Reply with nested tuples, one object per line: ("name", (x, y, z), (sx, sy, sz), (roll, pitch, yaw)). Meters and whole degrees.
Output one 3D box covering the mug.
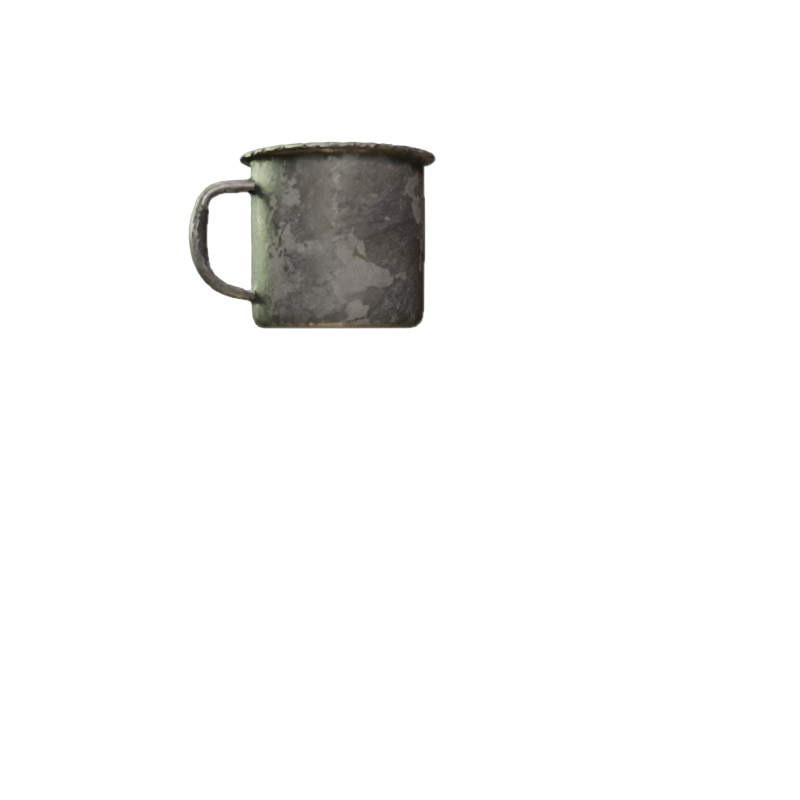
("mug", (-0.041, -0.074, 0.521), (0.115, 0.082, 0.095), (0, 1, -17))
